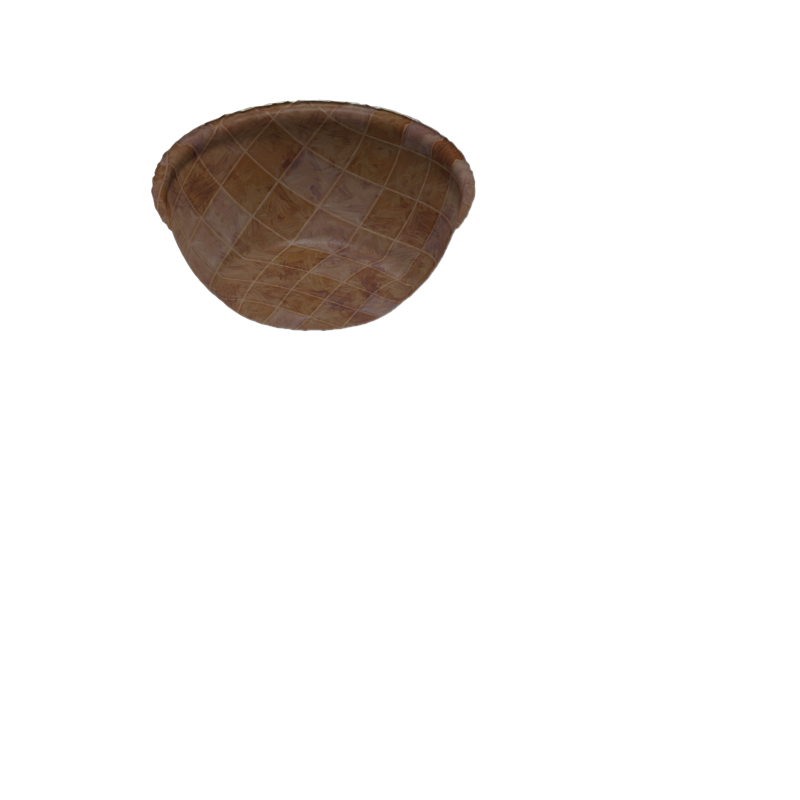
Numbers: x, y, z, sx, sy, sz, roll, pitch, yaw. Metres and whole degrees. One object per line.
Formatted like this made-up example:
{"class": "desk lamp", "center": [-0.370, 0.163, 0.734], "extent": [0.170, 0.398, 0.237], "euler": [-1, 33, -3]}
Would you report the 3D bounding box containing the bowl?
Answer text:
{"class": "bowl", "center": [-0.043, -0.078, 0.544], "extent": [0.162, 0.058, 0.153], "euler": [1, -25, -2]}
